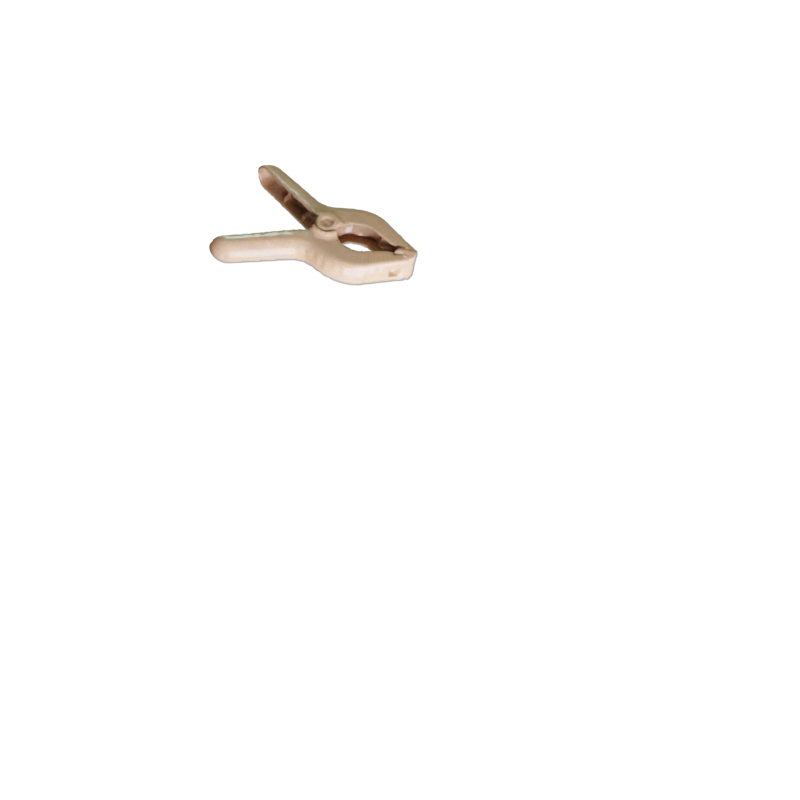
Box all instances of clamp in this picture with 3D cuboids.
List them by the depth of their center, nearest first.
[{"bbox_3d":[-0.074,-0.135,0.946,0.178,0.124,0.037,24,-34,17],"label":"clamp"}]
